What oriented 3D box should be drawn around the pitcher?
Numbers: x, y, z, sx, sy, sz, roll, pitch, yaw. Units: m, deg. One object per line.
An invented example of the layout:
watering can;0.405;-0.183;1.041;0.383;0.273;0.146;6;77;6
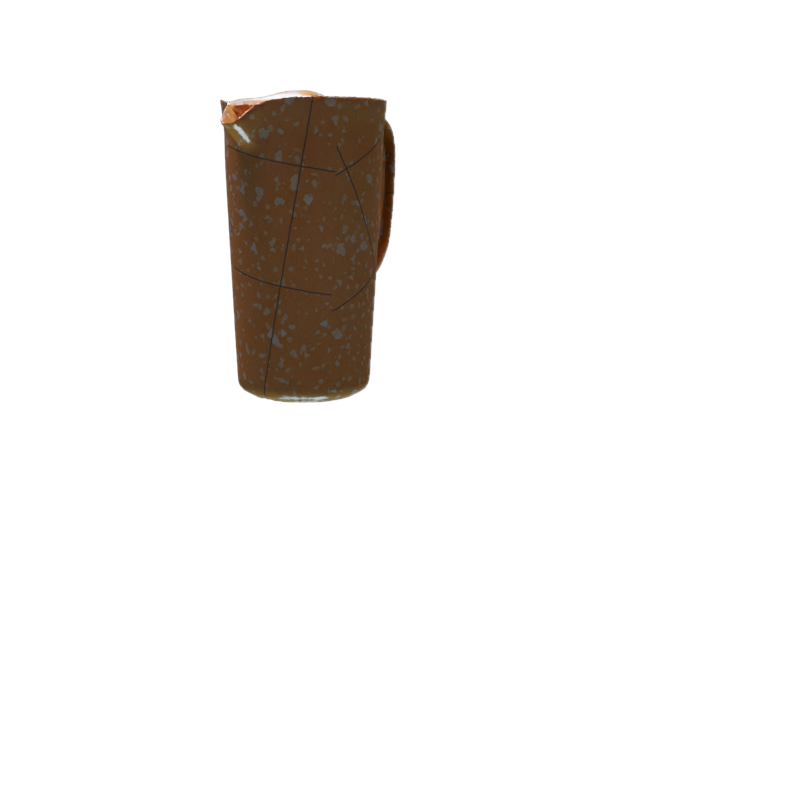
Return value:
pitcher;-0.071;-0.129;0.904;0.148;0.240;0.148;0;7;-5
